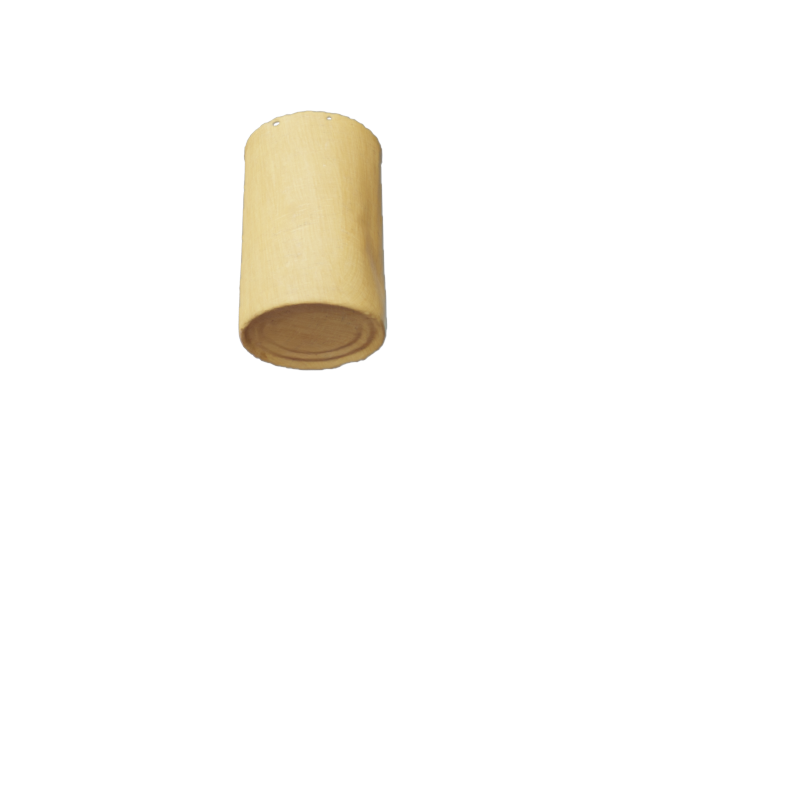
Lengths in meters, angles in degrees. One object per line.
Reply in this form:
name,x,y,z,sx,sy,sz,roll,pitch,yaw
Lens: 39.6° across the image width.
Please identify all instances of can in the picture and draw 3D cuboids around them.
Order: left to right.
can,-0.040,-0.074,0.516,0.068,0.109,0.064,0,-30,-2
